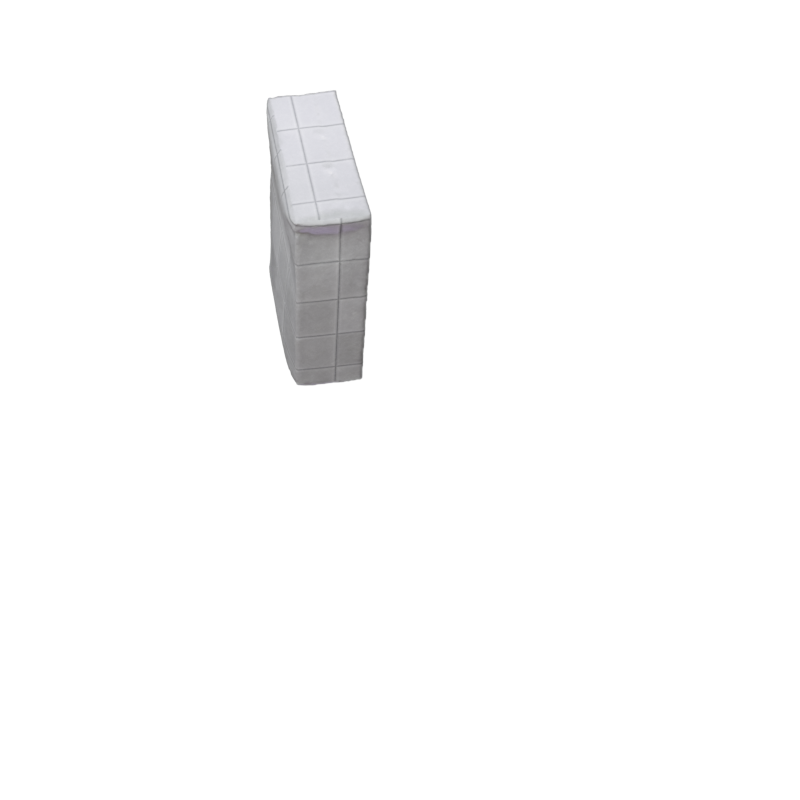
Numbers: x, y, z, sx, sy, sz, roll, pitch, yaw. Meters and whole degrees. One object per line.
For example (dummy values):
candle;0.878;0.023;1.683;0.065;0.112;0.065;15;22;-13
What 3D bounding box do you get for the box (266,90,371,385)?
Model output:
box;-0.078;-0.142;0.993;0.071;0.177;0.199;-7;-40;-10
